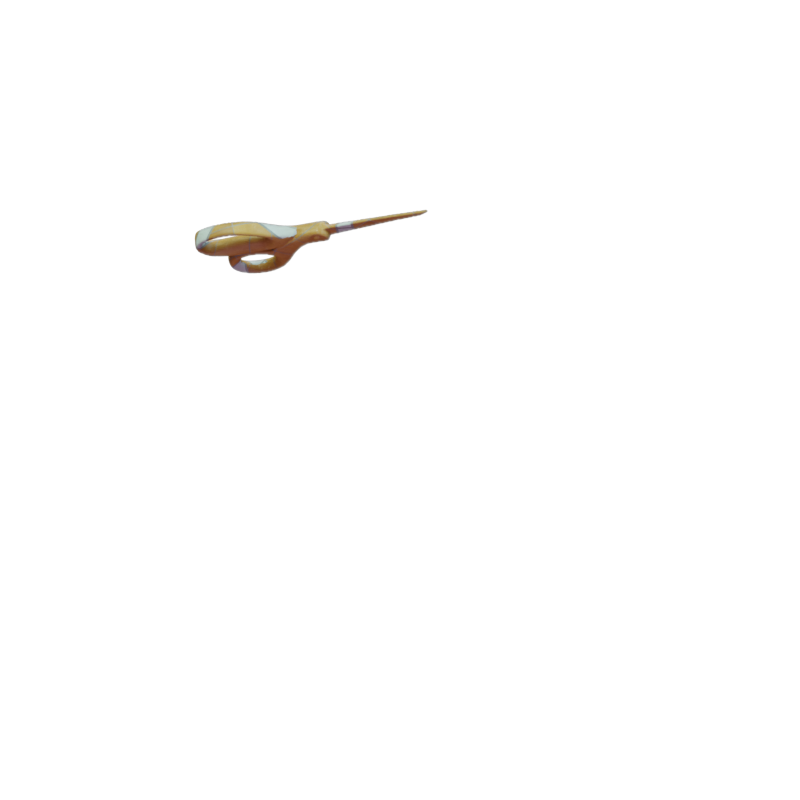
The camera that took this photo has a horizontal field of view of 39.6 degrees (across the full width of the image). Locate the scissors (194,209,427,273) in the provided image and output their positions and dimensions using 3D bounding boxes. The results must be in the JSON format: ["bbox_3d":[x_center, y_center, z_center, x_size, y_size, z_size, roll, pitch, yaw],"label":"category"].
[{"bbox_3d":[-0.075,-0.136,0.956,0.203,0.016,0.091,-2,-17,7],"label":"scissors"}]
